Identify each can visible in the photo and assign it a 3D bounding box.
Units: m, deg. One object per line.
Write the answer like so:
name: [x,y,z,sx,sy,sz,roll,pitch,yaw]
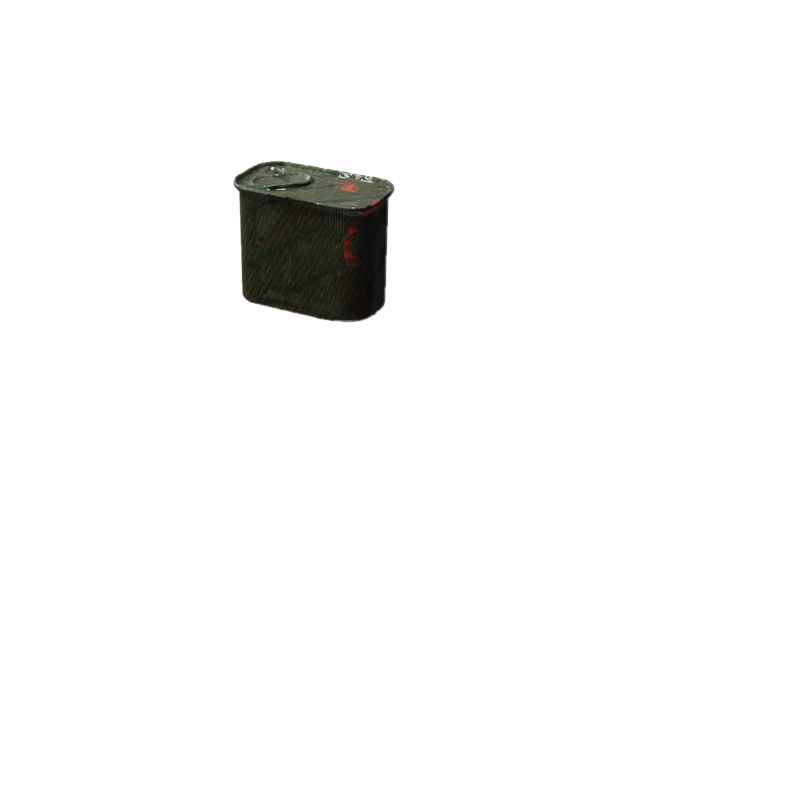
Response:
can: [-0.057,-0.104,0.728,0.106,0.079,0.058,14,30,23]
